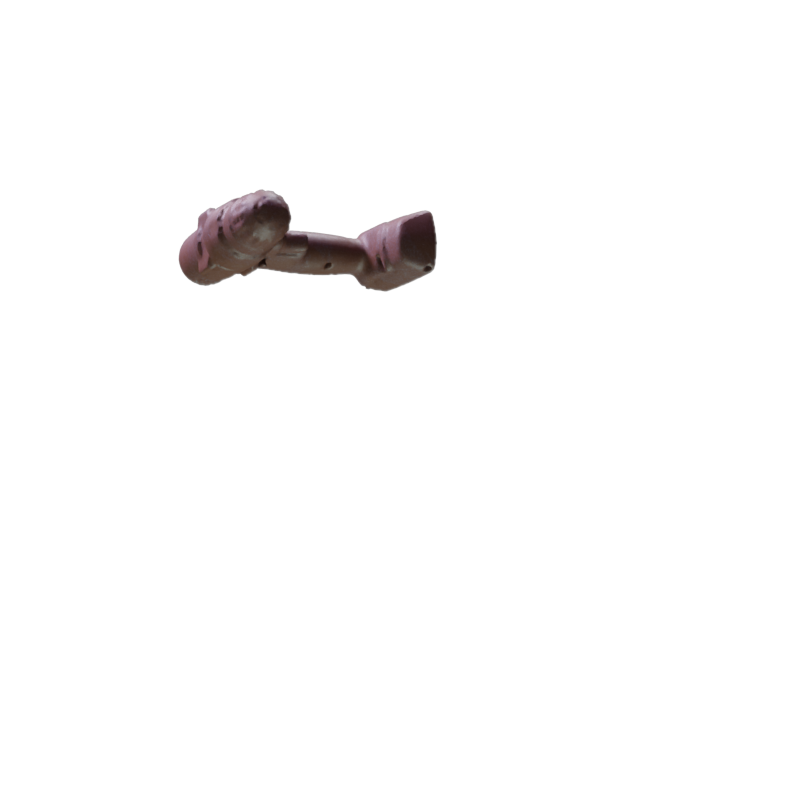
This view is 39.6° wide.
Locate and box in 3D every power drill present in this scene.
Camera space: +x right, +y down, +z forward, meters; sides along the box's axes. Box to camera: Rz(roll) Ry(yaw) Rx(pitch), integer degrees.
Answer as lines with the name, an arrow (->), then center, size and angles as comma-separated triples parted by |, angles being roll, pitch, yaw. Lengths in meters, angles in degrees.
power drill -> -0.069, -0.127, 0.886 | 0.182, 0.058, 0.187 | 2, -4, -24
